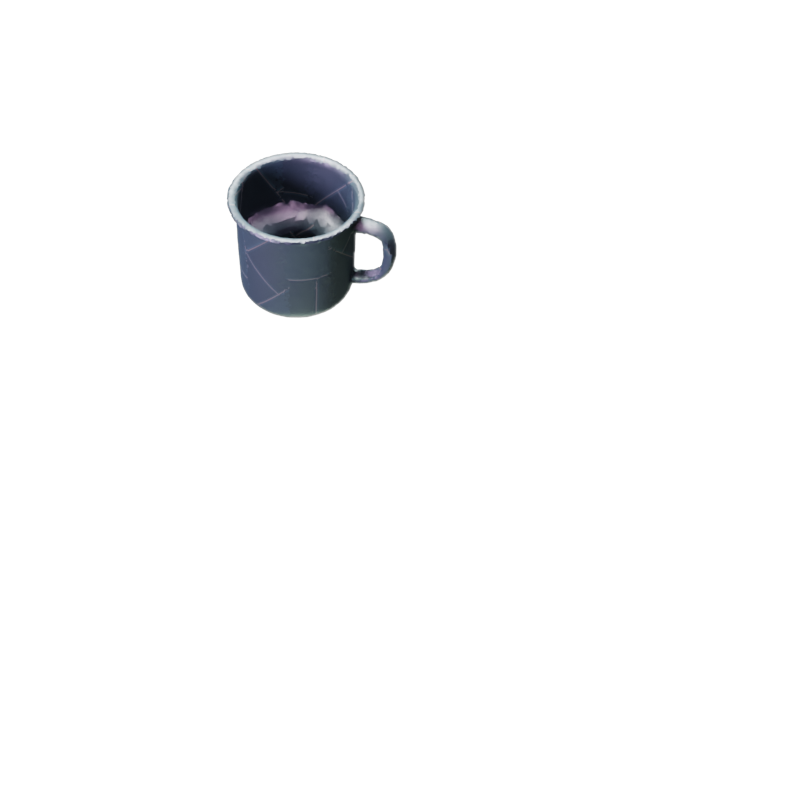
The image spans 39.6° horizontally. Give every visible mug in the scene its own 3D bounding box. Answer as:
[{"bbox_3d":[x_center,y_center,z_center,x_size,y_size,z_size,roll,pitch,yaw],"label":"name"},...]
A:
[{"bbox_3d":[-0.060,-0.110,0.770,0.119,0.099,0.076,9,-42,7],"label":"mug"}]
